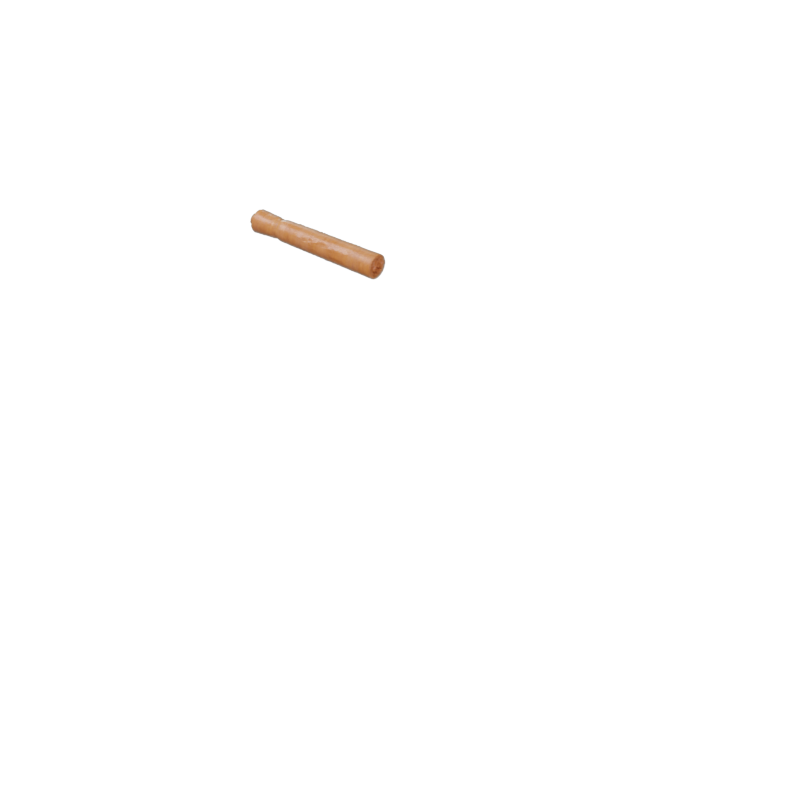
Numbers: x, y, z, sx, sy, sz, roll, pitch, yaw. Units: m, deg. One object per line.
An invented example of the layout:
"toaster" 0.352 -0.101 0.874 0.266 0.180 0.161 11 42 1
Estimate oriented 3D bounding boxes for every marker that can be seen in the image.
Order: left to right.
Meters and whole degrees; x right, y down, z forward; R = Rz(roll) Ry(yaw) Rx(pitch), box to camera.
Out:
"marker" -0.064 -0.117 0.820 0.128 0.019 0.019 25 18 34
